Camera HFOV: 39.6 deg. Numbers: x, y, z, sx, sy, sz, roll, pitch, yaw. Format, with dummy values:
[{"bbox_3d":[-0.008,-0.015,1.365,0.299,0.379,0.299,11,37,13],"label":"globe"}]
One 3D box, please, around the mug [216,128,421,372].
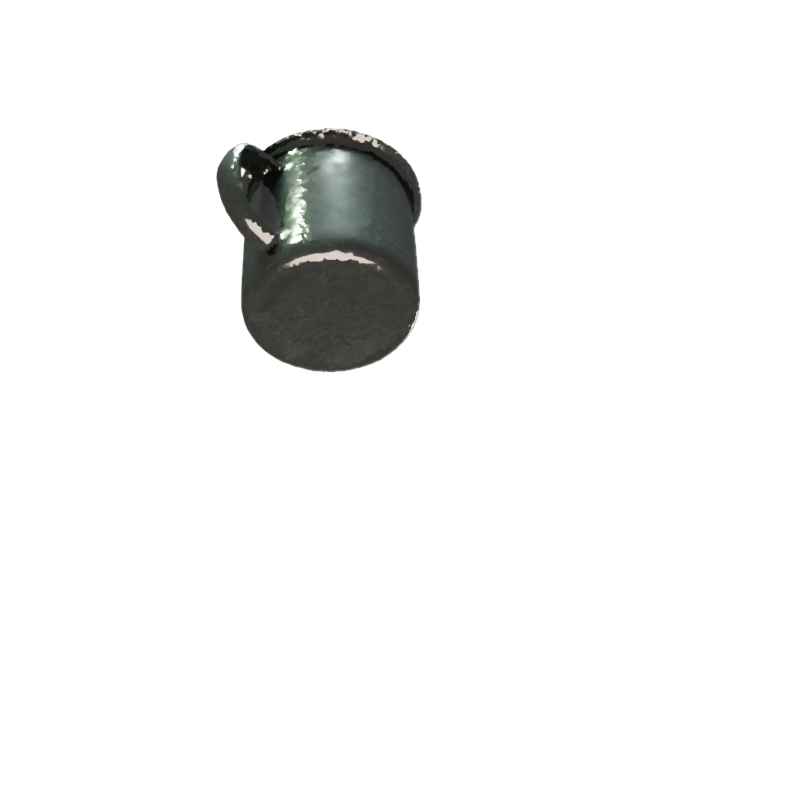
[{"bbox_3d":[-0.041,-0.074,0.521,0.093,0.087,0.109,-31,-52,25],"label":"mug"}]
